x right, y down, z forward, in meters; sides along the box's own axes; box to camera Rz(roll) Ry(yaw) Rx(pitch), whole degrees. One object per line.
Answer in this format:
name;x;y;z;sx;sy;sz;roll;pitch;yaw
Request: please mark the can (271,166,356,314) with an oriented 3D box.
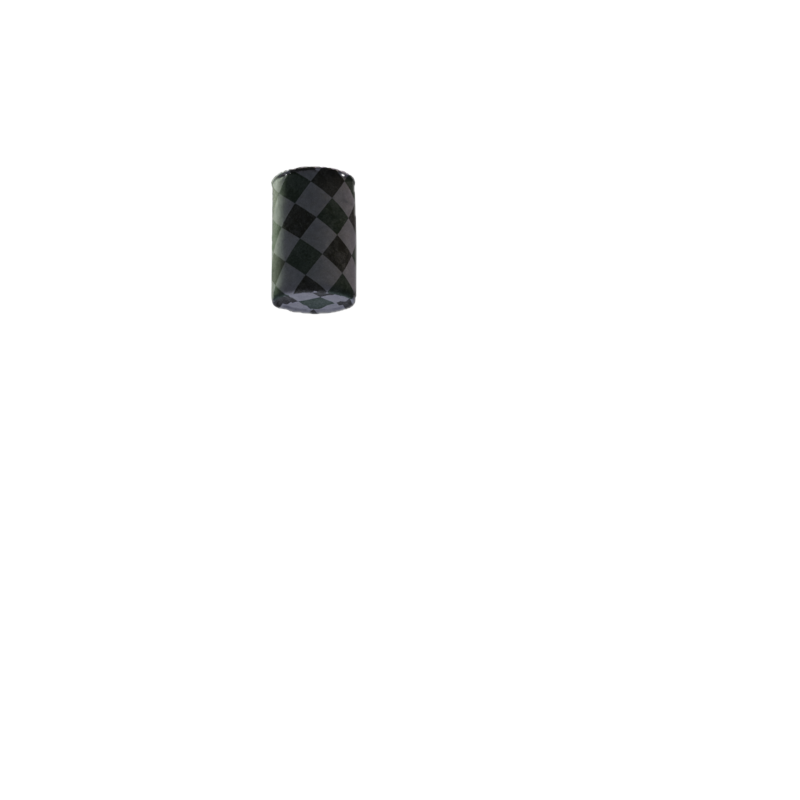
can;-0.069;-0.126;0.880;0.068;0.106;0.066;0;-16;-2
